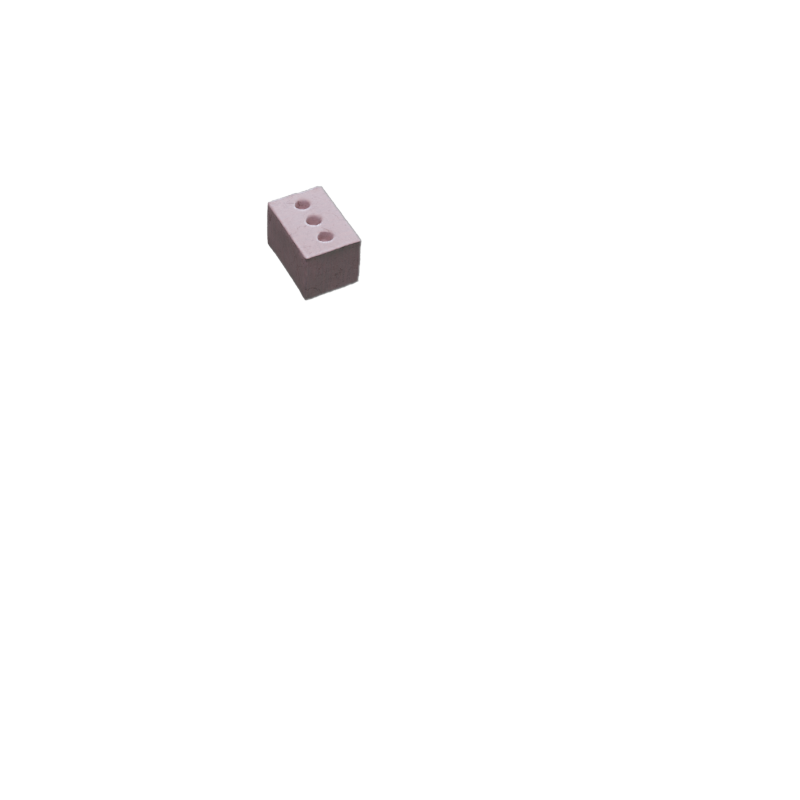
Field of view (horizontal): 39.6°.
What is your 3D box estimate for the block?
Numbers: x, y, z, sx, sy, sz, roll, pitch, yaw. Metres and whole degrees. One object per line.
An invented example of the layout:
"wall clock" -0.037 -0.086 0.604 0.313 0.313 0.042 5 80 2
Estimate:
"block" -0.073 -0.133 0.930 0.052 0.048 0.084 -20 51 -19
